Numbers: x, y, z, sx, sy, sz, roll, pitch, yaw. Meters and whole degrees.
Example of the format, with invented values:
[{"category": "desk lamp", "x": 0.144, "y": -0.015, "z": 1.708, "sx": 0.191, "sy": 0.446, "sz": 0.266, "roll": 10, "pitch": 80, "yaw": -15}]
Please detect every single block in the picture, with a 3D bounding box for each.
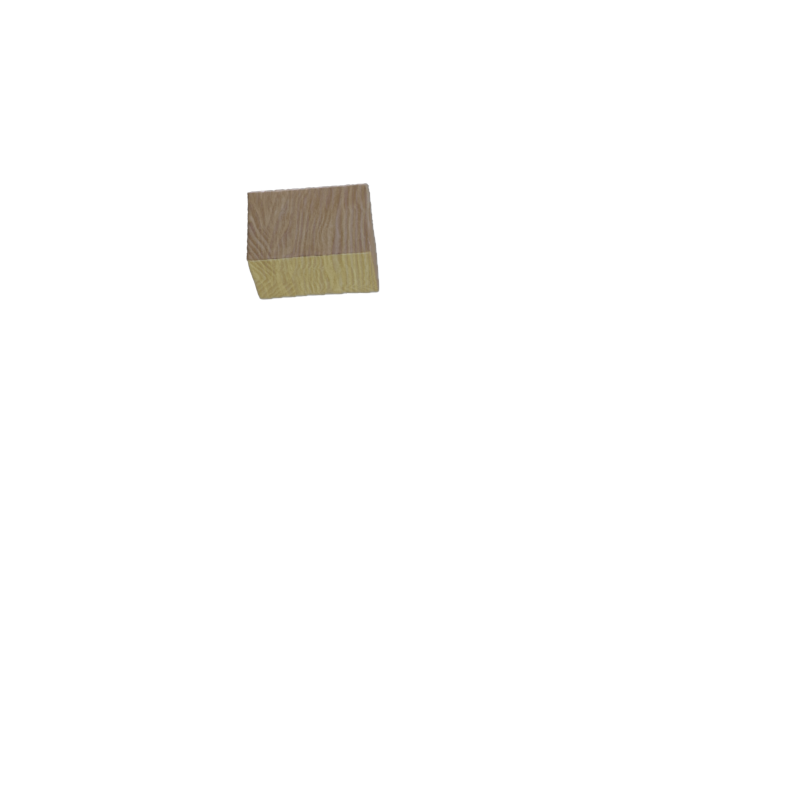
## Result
[{"category": "block", "x": -0.054, "y": -0.099, "z": 0.692, "sx": 0.078, "sy": 0.054, "sz": 0.049, "roll": -3, "pitch": -27, "yaw": 4}]
